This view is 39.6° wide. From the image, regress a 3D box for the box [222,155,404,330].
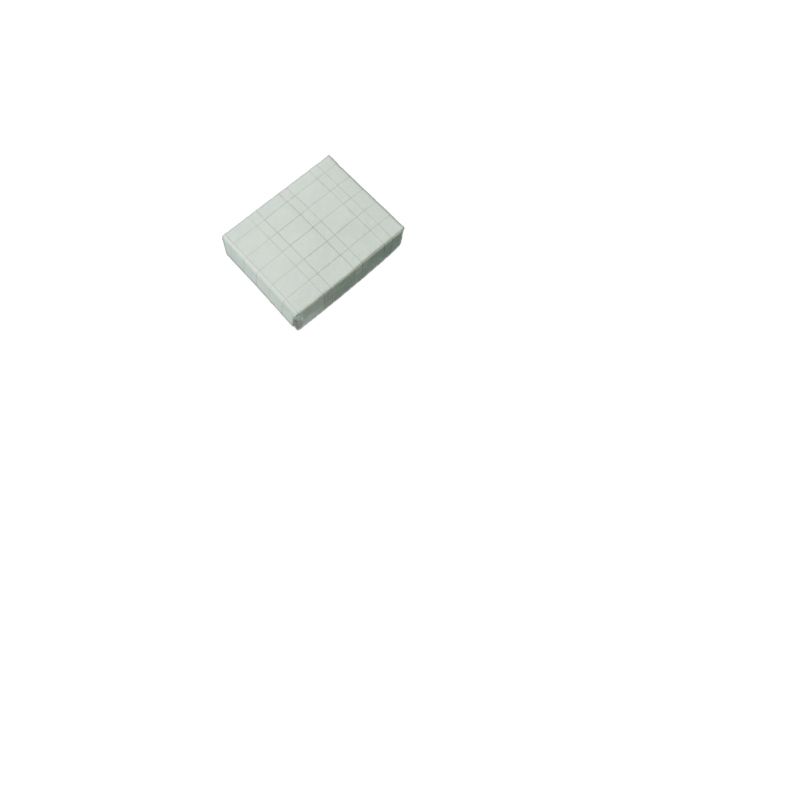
[{"bbox_3d":[-0.067,-0.123,0.862,0.114,0.094,0.037,-39,-19,-17],"label":"box"}]
